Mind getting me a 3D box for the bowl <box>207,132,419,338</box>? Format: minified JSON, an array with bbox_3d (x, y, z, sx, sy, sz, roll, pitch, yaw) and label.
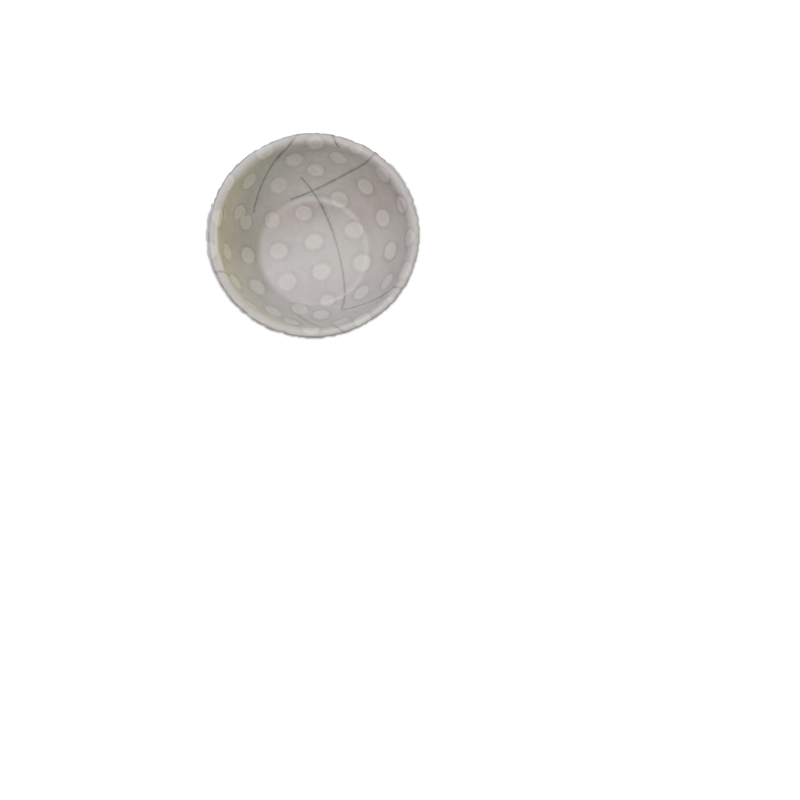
[{"bbox_3d":[-0.068,-0.124,0.867,0.162,0.168,0.053,0,-14,-1],"label":"bowl"}]
